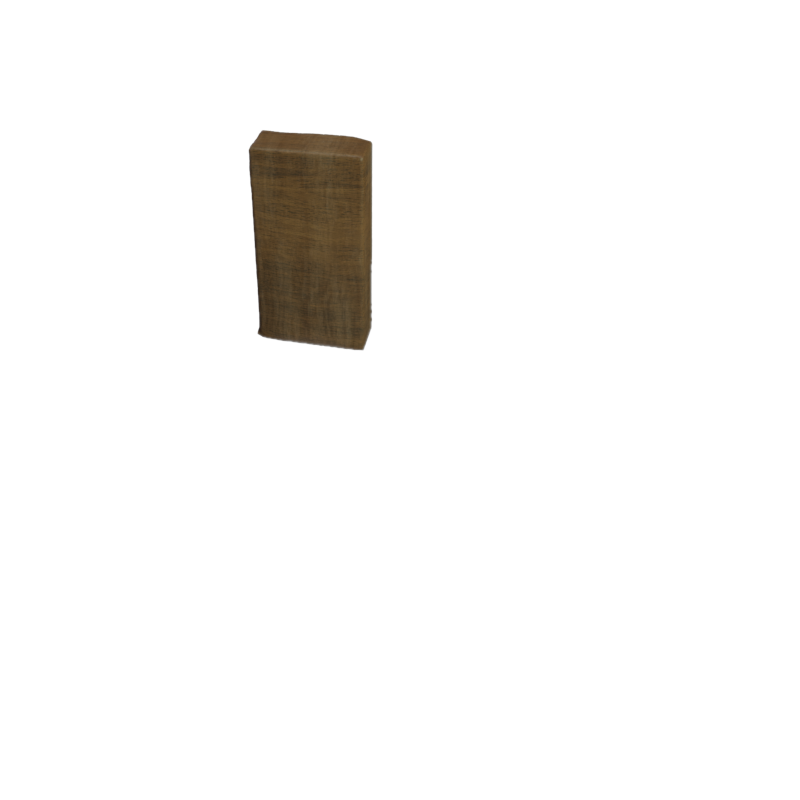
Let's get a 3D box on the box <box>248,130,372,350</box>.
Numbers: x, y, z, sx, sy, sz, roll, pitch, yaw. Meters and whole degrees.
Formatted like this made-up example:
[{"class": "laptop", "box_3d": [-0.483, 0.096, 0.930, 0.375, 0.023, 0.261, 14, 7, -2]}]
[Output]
[{"class": "box", "box_3d": [-0.070, -0.128, 0.896, 0.095, 0.166, 0.050, 8, 29, 10]}]
